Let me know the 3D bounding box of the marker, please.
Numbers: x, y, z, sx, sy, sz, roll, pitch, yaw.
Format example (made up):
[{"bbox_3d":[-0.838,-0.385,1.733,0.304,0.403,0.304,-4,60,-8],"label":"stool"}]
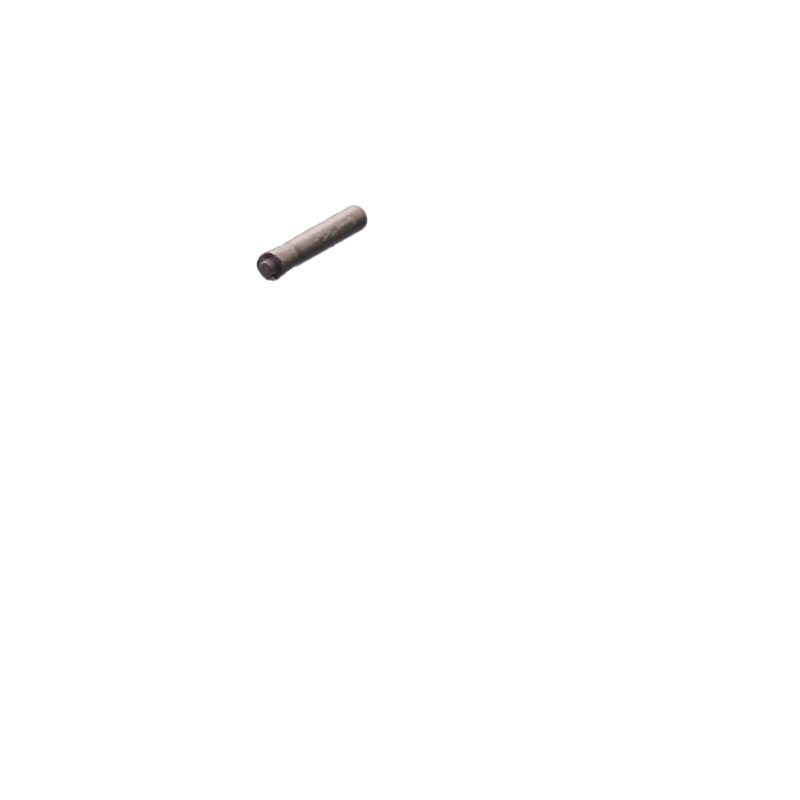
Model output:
[{"bbox_3d":[-0.056,-0.103,0.720,0.020,0.019,0.122,2,24,27],"label":"marker"}]
